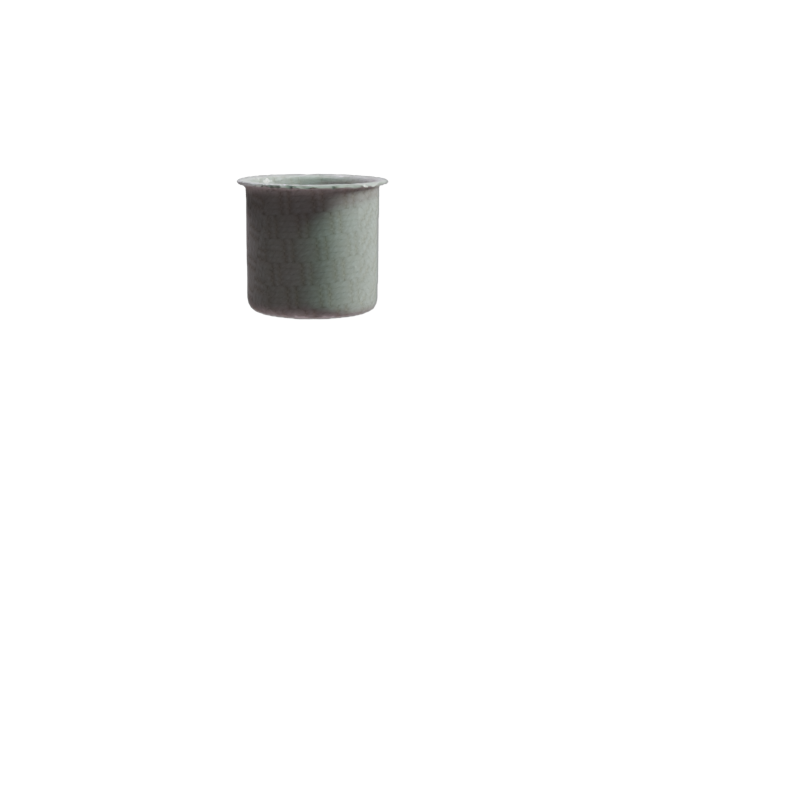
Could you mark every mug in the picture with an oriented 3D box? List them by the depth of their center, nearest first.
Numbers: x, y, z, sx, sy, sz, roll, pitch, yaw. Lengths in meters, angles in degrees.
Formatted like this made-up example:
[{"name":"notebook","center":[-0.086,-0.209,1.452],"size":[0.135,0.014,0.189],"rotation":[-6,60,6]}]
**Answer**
[{"name":"mug","center":[-0.055,-0.100,0.700],"size":[0.093,0.080,0.120],"rotation":[0,13,-1]}]
